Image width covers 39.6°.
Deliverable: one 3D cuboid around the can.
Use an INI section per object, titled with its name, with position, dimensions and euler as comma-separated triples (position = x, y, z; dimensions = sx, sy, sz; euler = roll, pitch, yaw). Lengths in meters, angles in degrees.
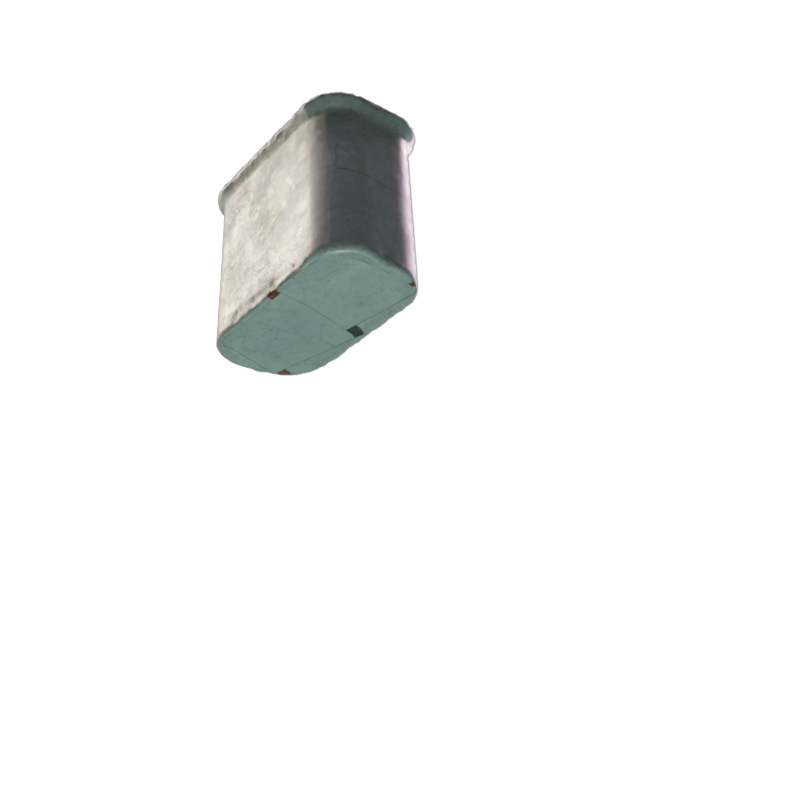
[can]
position = -0.038, -0.069, 0.482
dimensions = 0.054, 0.090, 0.100
euler = 23, -41, -31
